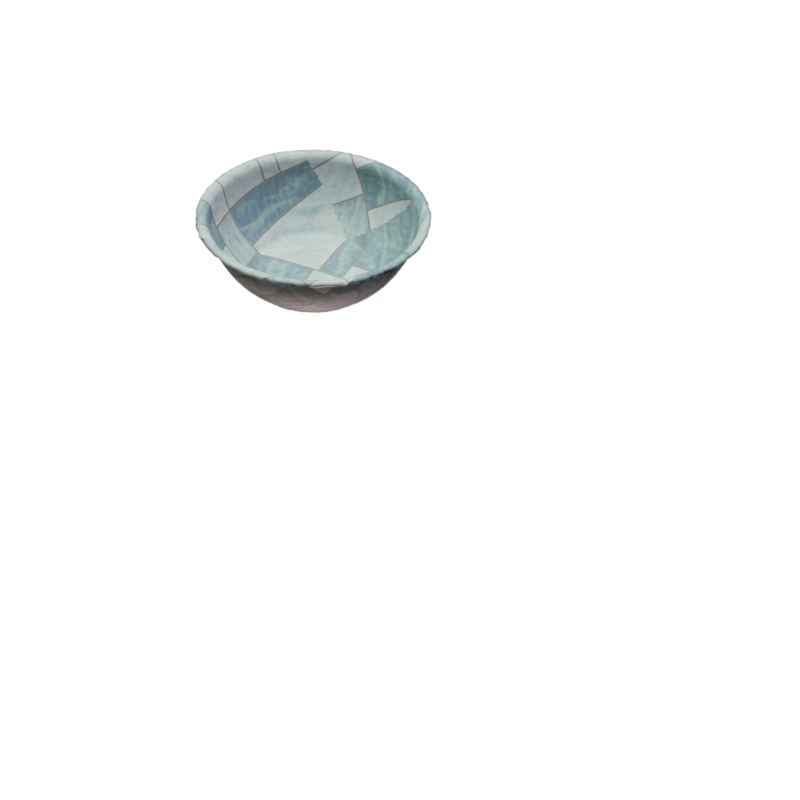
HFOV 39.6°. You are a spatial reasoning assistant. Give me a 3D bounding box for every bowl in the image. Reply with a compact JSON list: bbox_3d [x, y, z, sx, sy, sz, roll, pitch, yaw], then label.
[{"bbox_3d":[-0.061,-0.111,0.776,0.162,0.051,0.174,-1,42,-2],"label":"bowl"}]
